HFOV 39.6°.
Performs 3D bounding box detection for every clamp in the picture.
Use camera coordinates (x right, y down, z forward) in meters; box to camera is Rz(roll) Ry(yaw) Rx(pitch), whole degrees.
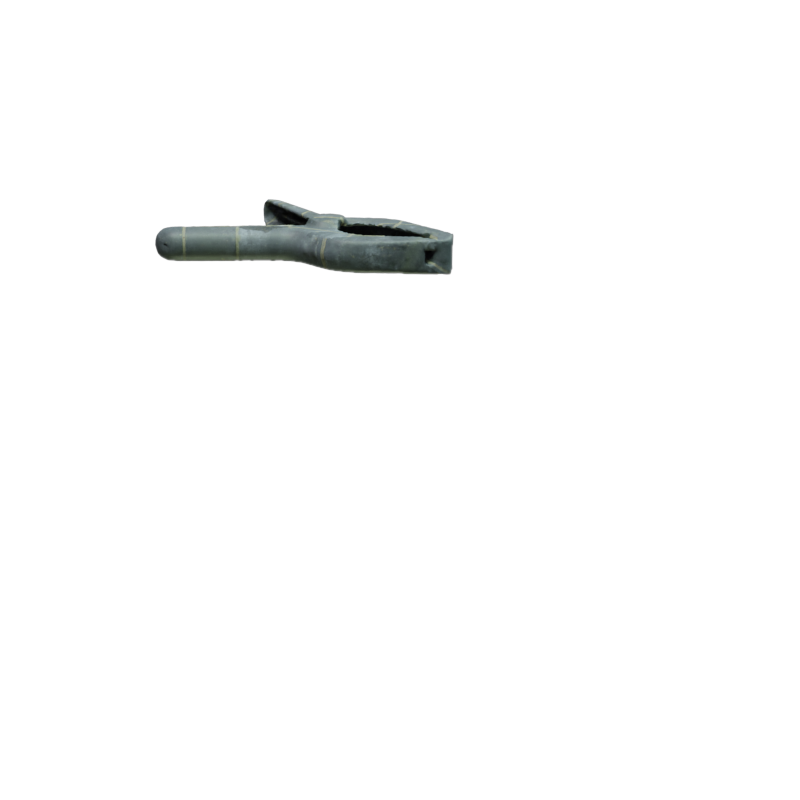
[{"bbox_3d":[-0.065,-0.118,0.825,0.220,0.035,0.163,13,24,32],"label":"clamp"}]
